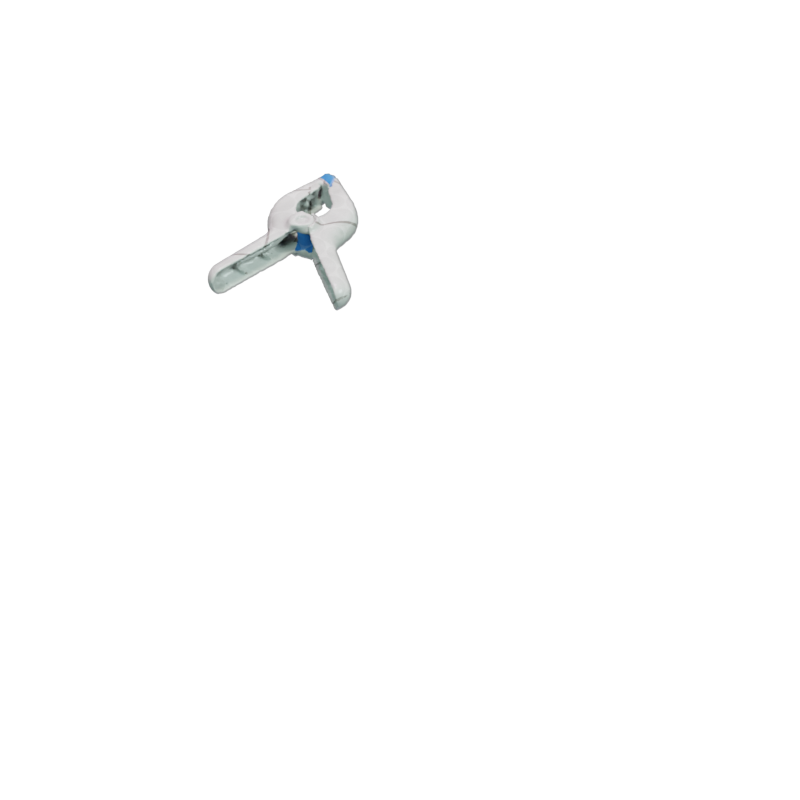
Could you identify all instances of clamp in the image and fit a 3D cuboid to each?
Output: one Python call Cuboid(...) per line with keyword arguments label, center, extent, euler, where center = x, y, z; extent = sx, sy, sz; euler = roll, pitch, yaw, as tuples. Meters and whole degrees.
Cuboid(label="clamp", center=(-0.074, -0.135, 0.946), extent=(0.124, 0.036, 0.178), euler=(17, 47, 16))
